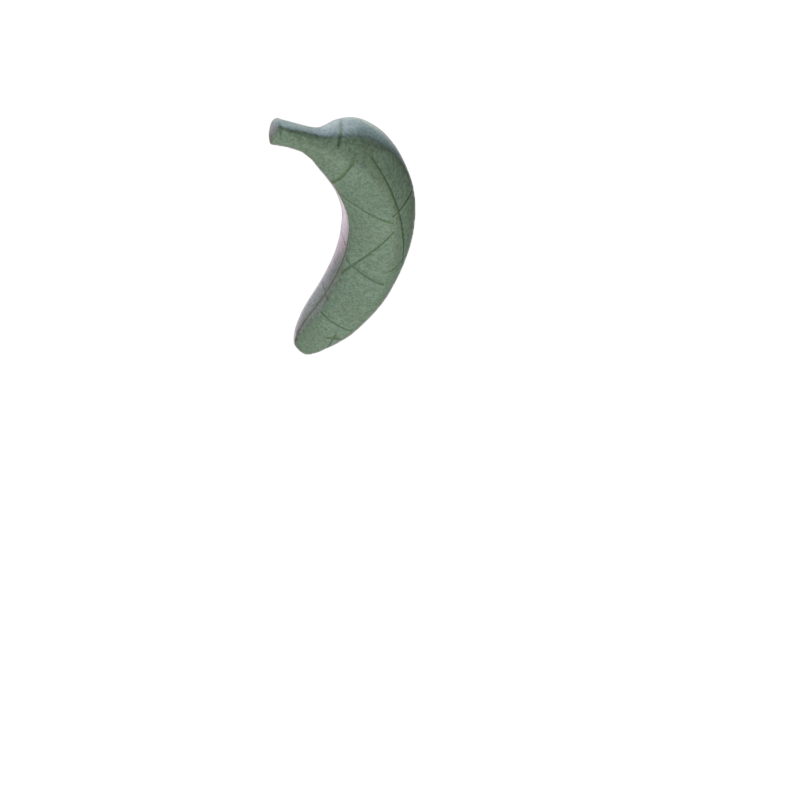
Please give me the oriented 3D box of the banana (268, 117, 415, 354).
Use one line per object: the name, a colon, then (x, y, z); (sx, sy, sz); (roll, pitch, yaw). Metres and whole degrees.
banana: (-0.027, -0.086, 0.581); (0.070, 0.039, 0.184); (0, -33, 0)
